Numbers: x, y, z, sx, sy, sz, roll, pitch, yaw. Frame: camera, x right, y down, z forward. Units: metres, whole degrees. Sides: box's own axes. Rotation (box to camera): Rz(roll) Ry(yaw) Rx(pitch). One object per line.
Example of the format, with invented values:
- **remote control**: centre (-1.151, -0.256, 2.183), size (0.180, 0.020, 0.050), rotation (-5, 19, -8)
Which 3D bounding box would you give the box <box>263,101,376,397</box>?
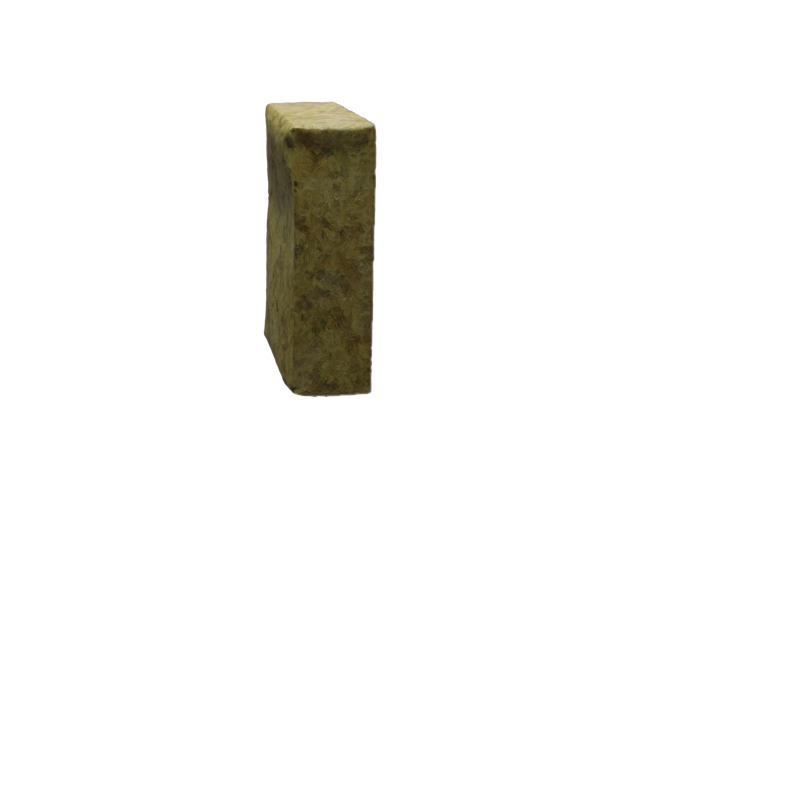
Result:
- **box**: centre (-0.071, -0.130, 0.911), size (0.071, 0.207, 0.172), rotation (-2, 17, -13)
